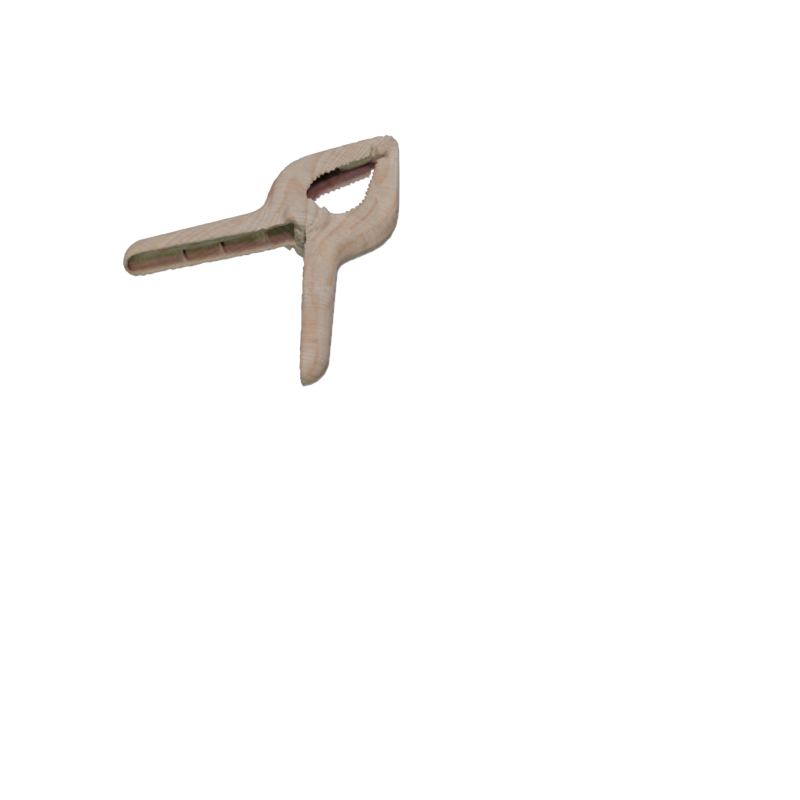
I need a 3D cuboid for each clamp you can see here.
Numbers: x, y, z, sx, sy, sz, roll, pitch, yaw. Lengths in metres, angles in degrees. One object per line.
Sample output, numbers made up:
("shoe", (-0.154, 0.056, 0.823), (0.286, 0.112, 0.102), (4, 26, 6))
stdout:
("clamp", (-0.059, -0.108, 0.755), (0.175, 0.034, 0.212), (37, 60, 25))
